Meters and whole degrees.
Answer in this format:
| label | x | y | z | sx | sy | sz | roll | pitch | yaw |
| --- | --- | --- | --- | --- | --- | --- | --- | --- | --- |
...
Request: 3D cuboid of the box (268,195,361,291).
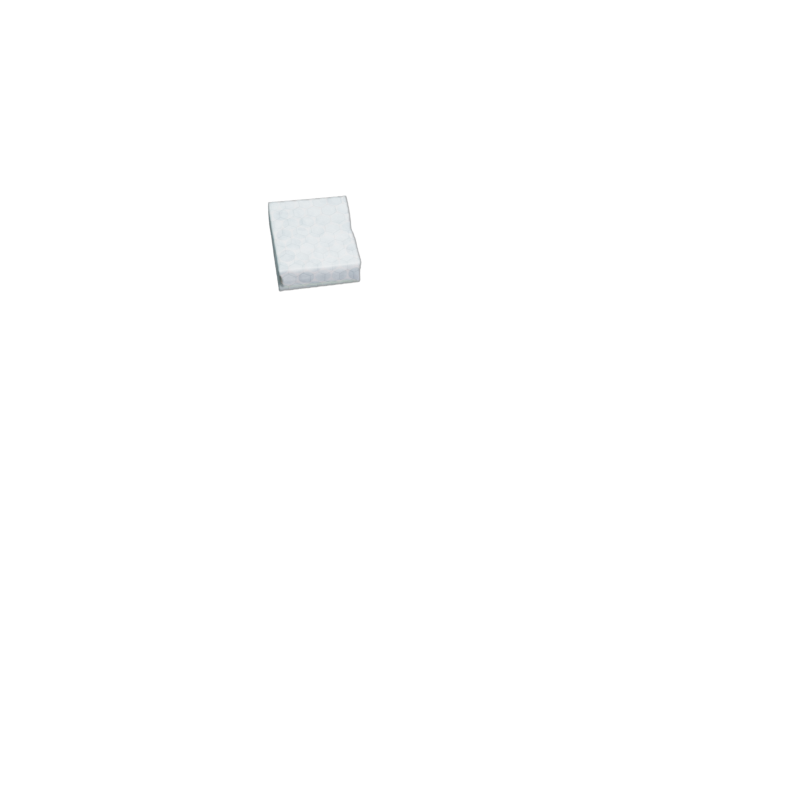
| label | x | y | z | sx | sy | sz | roll | pitch | yaw |
| --- | --- | --- | --- | --- | --- | --- | --- | --- | --- |
| box | -0.077 | -0.141 | 0.989 | 0.073 | 0.096 | 0.028 | -7 | -40 | -6 |
